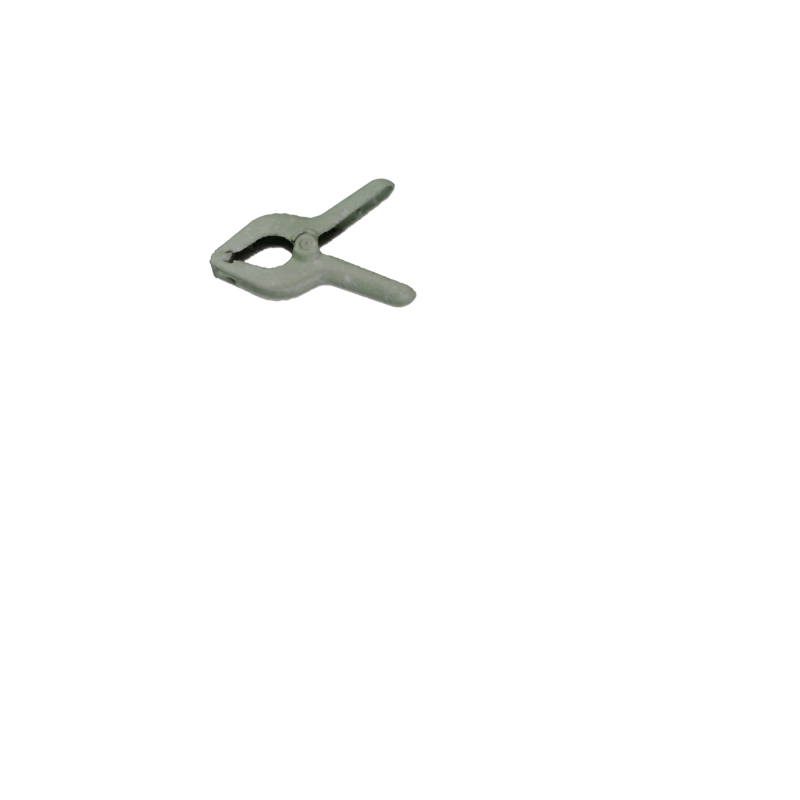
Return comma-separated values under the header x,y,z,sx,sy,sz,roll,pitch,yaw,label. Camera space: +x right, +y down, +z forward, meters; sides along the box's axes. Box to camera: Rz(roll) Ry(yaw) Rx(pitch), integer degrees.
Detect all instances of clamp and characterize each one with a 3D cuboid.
x,y,z,sx,sy,sz,roll,pitch,yaw,label
-0.073,-0.134,0.938,0.171,0.128,0.037,0,-32,0,clamp
